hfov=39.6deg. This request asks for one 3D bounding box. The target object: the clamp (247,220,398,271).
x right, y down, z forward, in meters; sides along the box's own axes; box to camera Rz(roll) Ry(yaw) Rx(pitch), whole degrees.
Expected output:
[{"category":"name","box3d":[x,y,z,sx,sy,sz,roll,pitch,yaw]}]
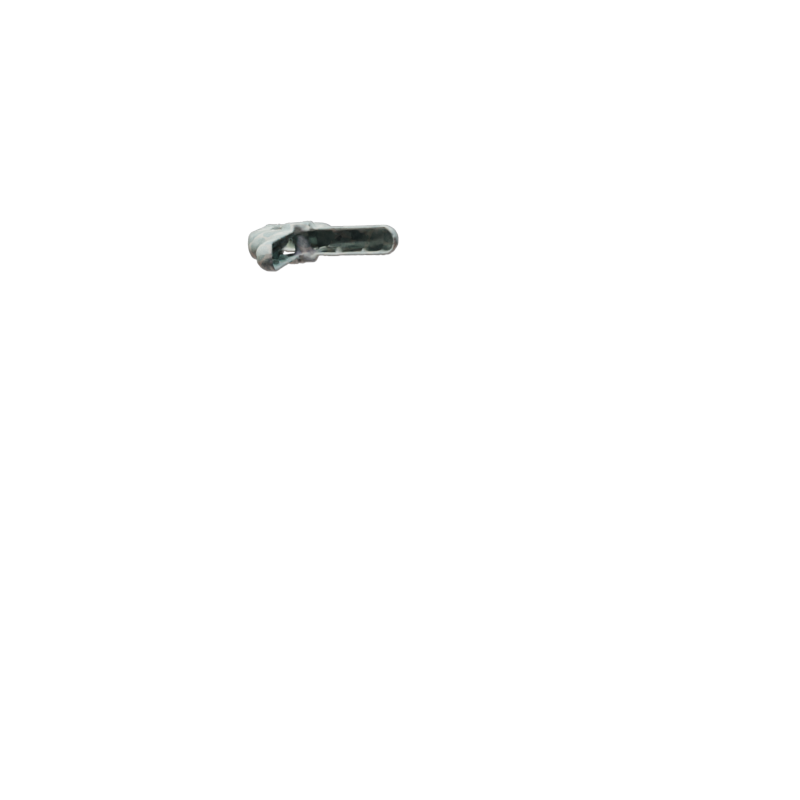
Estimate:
[{"category":"clamp","box3d":[-0.075,-0.137,0.962,0.118,0.038,0.179,-3,15,-13]}]
